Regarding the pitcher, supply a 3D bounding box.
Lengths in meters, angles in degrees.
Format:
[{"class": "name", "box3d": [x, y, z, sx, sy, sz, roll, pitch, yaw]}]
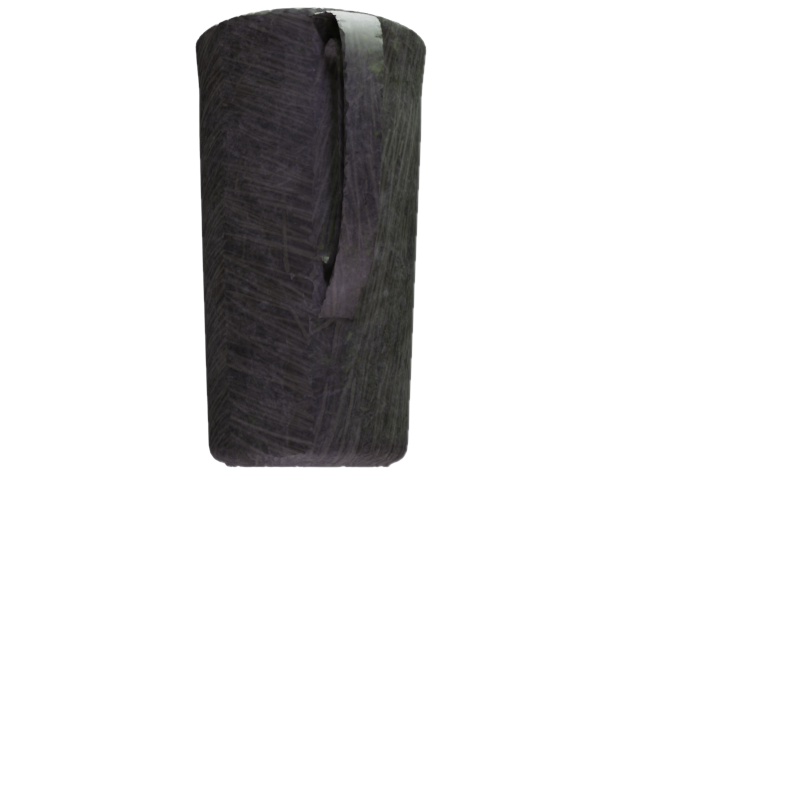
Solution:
[{"class": "pitcher", "box3d": [-0.048, -0.087, 0.610, 0.149, 0.249, 0.142, -5, -10, 26]}]
